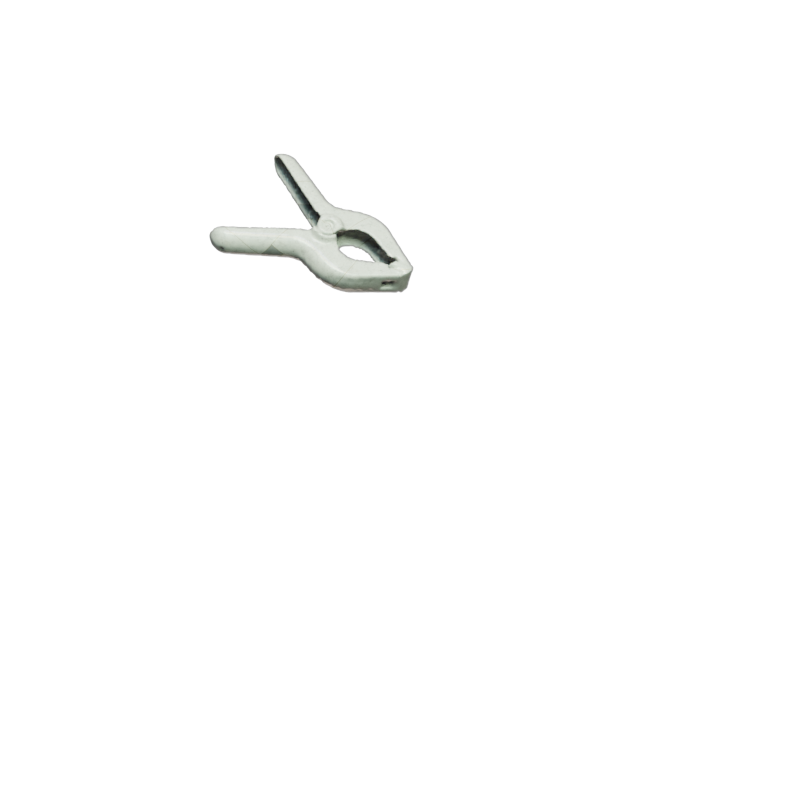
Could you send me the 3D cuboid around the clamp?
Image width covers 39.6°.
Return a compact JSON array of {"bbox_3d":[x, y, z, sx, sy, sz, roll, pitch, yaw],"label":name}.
[{"bbox_3d":[-0.075,-0.136,0.952,0.180,0.122,0.037,34,-26,19],"label":"clamp"}]
